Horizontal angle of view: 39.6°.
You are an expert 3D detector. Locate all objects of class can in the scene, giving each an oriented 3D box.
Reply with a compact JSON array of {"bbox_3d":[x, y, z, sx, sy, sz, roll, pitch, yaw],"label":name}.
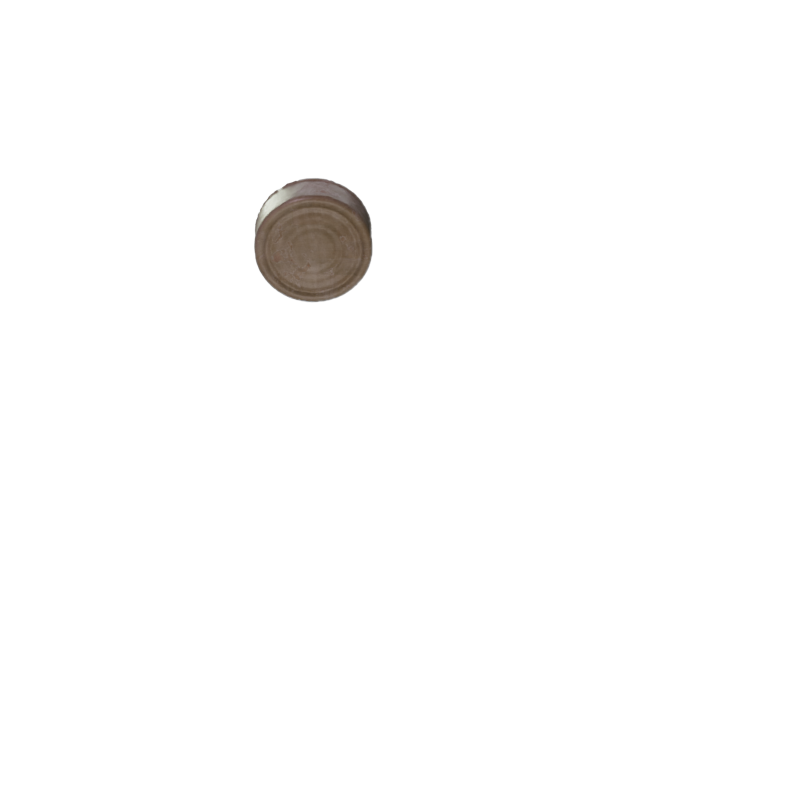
[{"bbox_3d":[-0.062,-0.114,0.798,0.086,0.081,0.036,1,29,-1],"label":"can"}]
